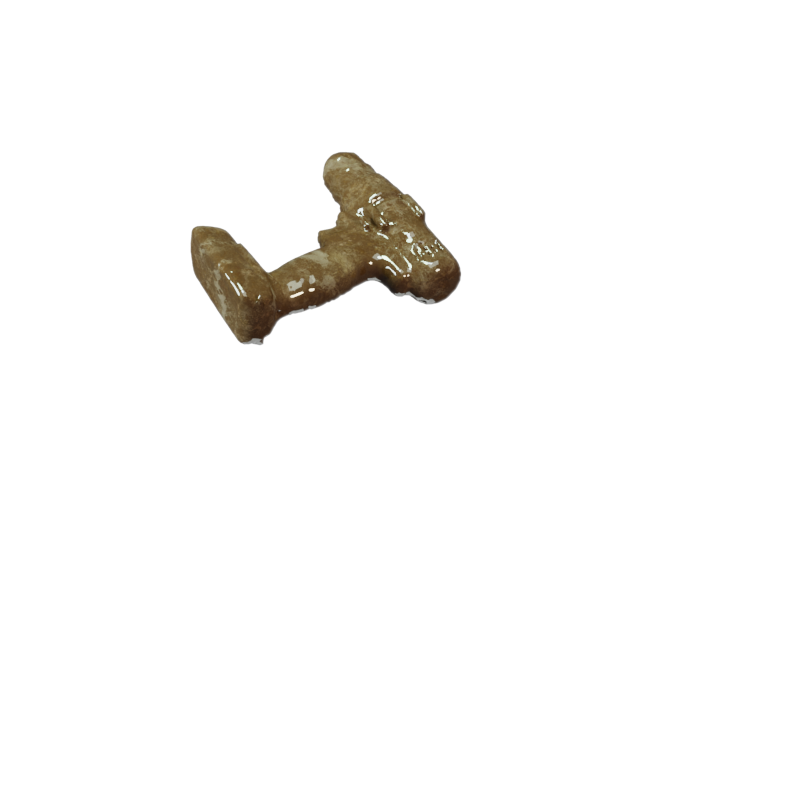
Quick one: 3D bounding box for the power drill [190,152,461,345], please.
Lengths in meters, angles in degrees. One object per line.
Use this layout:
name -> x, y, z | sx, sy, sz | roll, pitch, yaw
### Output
power drill -> -0.070, -0.128, 0.898 | 0.186, 0.053, 0.200 | -21, 48, -21
